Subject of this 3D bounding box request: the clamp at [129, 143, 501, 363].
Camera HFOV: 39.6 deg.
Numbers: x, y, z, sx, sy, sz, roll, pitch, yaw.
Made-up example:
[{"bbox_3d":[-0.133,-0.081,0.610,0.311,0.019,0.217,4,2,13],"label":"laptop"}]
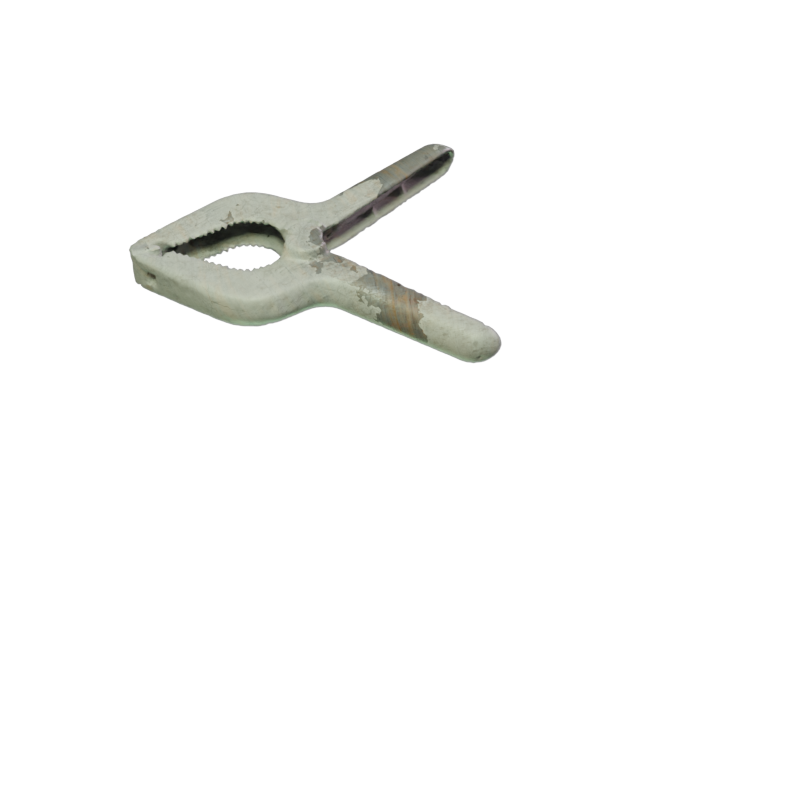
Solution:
[{"bbox_3d":[-0.051,-0.094,0.657,0.210,0.176,0.034,1,-40,1],"label":"clamp"}]
